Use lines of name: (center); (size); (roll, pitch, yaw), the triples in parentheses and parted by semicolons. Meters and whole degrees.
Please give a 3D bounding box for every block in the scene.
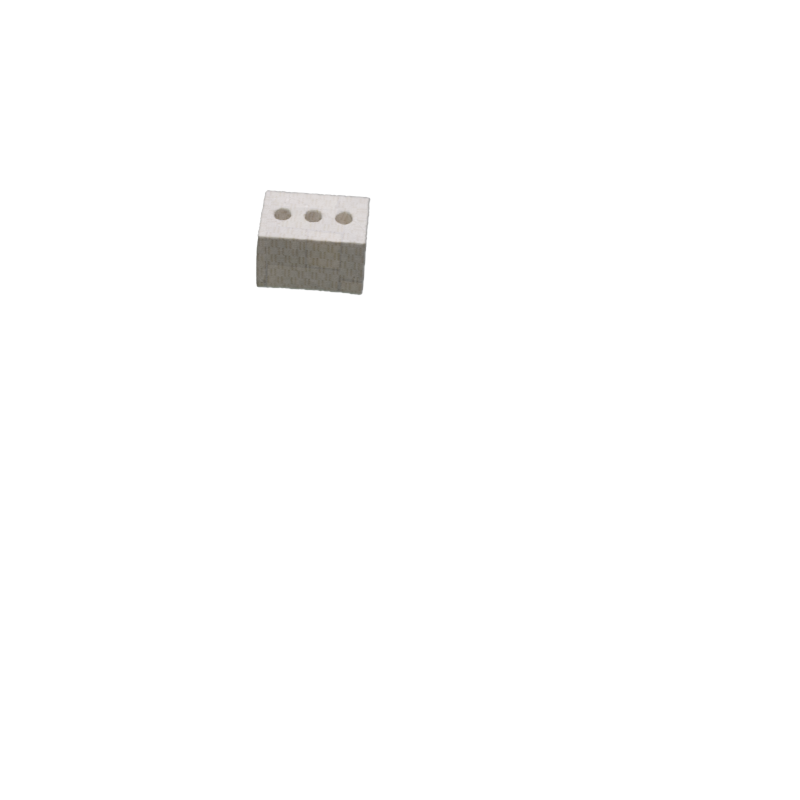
block: (-0.062, -0.114, 0.797); (0.078, 0.056, 0.048); (4, -43, 2)
